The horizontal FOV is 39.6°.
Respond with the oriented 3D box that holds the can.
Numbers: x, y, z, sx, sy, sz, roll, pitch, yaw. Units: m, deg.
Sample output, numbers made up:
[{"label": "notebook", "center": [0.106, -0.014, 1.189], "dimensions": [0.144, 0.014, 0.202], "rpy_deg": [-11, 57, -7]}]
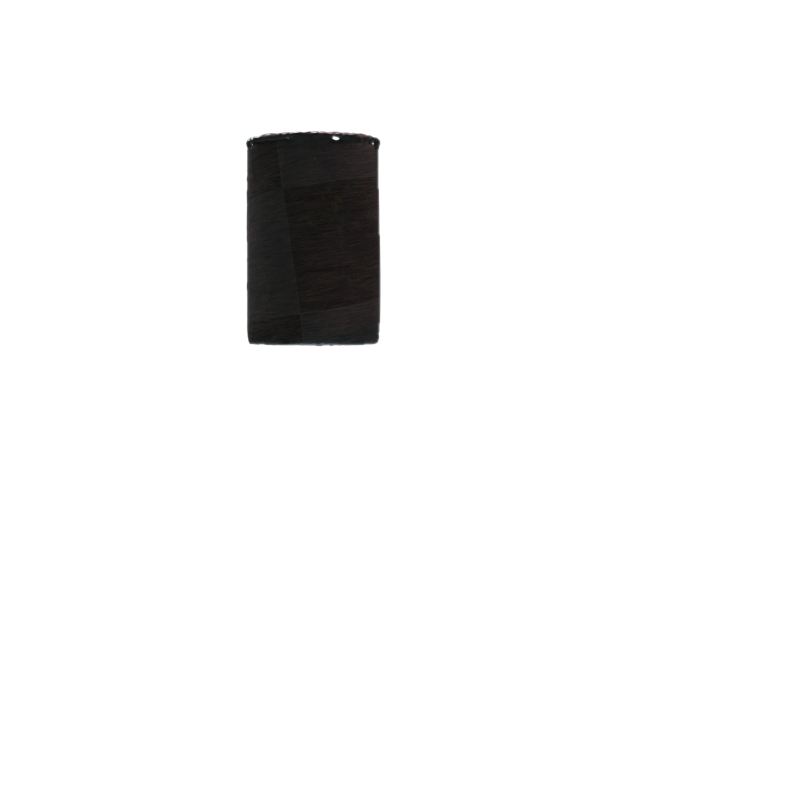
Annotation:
[{"label": "can", "center": [-0.044, -0.080, 0.557], "dimensions": [0.068, 0.103, 0.068], "rpy_deg": [0, -1, -2]}]
